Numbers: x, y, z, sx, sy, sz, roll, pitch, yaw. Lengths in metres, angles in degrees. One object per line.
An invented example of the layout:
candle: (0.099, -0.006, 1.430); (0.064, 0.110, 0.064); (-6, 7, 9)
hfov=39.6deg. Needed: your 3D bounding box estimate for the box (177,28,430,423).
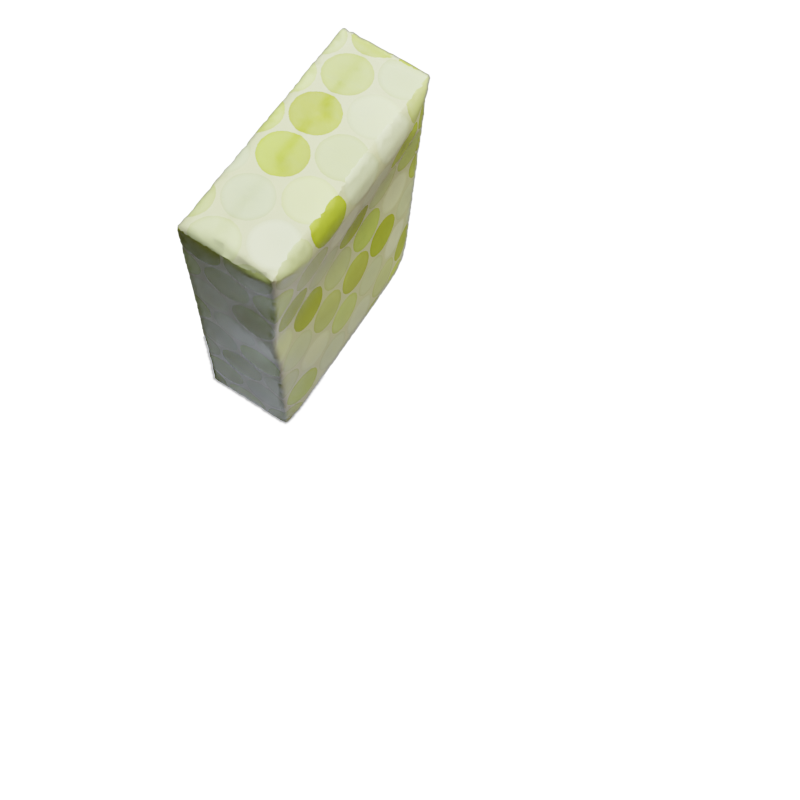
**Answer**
box: (-0.055, -0.100, 0.698); (0.074, 0.168, 0.203); (30, -22, 8)
